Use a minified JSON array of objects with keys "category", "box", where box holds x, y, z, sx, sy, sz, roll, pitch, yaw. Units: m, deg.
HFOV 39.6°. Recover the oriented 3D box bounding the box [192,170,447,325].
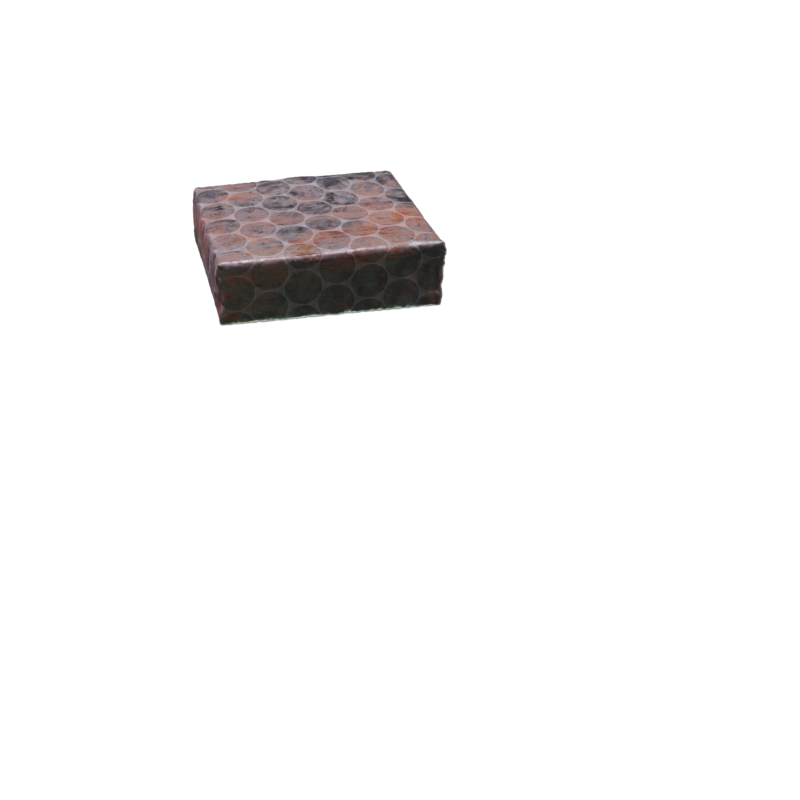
[{"category":"box","box":[-0.035,-0.063,0.444,0.088,0.028,0.079,-7,33,-12]}]
